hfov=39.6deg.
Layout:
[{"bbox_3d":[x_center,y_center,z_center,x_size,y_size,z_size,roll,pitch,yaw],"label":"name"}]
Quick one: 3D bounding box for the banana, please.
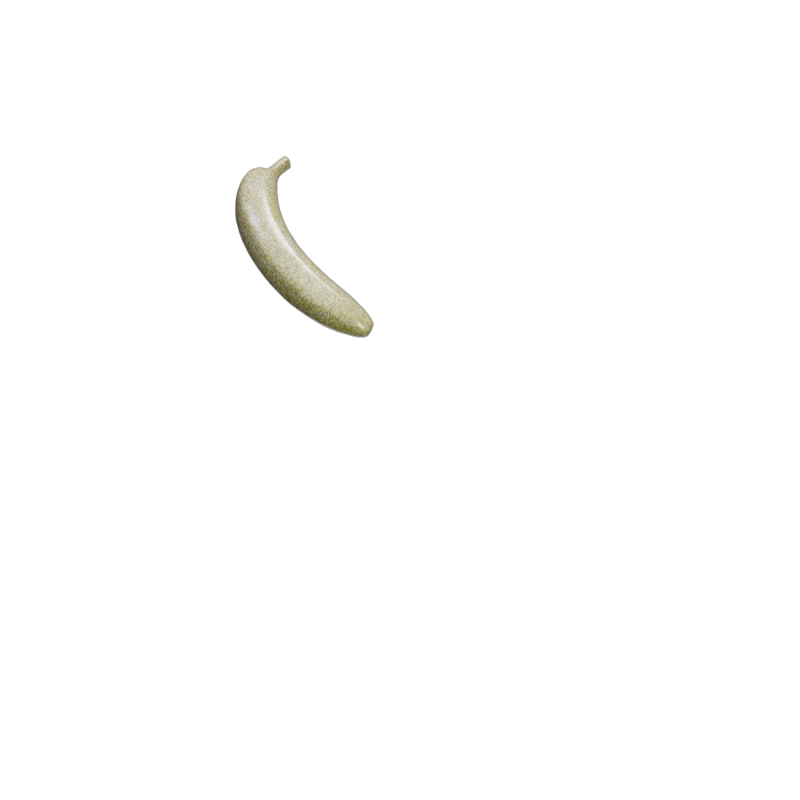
[{"bbox_3d":[-0.088,-0.125,0.892,0.069,0.213,0.034,-18,-32,-13],"label":"banana"}]
